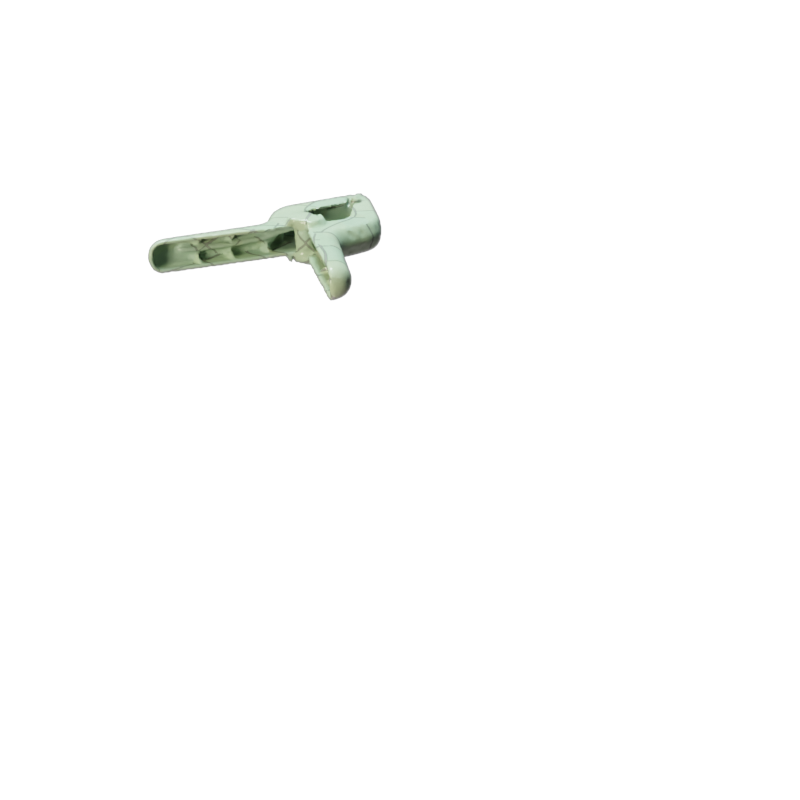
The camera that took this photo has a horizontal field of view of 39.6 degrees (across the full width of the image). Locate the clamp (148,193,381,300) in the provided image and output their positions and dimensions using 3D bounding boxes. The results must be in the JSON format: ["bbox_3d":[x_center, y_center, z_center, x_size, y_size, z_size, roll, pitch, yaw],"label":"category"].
[{"bbox_3d":[-0.067,-0.123,0.861,0.173,0.035,0.209,15,27,30],"label":"clamp"}]
